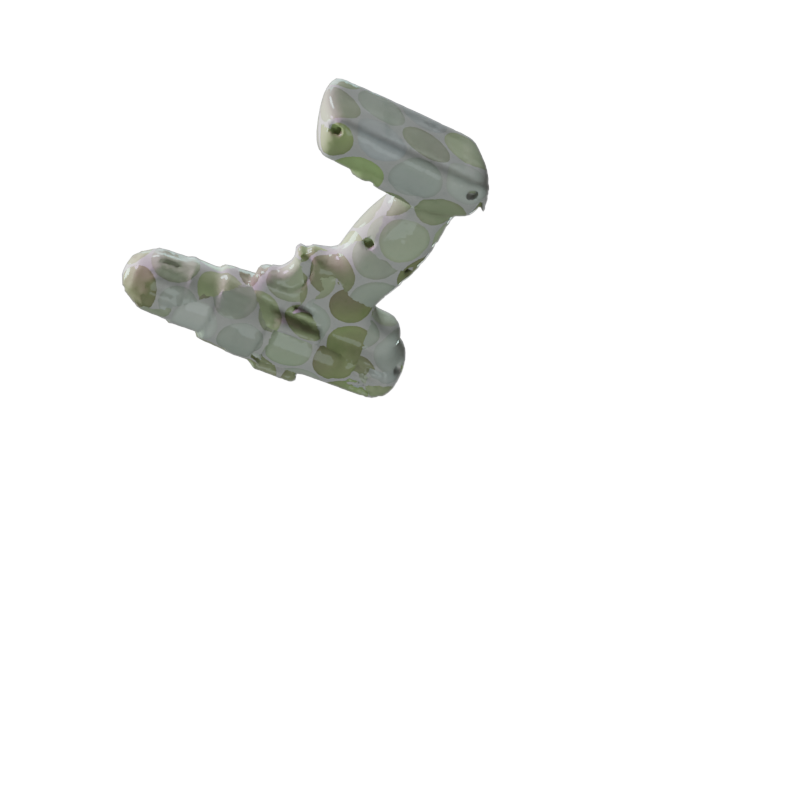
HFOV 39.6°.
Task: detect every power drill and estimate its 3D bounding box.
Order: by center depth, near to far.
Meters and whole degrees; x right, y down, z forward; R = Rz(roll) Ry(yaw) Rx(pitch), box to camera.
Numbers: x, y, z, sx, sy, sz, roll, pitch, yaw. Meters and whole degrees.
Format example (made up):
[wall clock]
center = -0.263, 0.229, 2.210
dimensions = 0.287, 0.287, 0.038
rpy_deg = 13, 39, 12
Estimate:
[power drill]
center = -0.051, -0.093, 0.649
dimensions = 0.178, 0.062, 0.181
rpy_deg = 21, -52, -18
